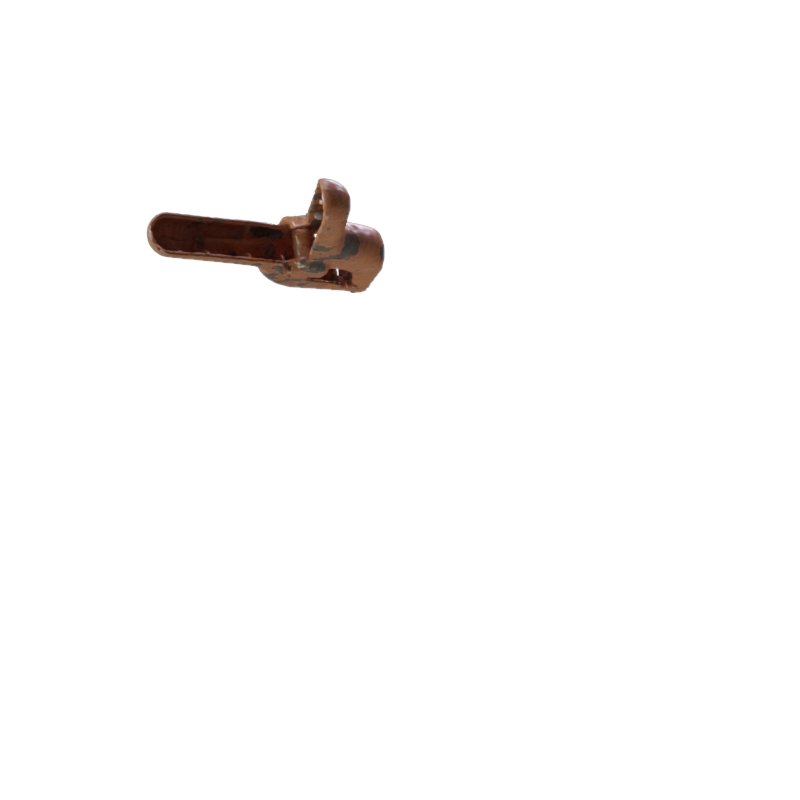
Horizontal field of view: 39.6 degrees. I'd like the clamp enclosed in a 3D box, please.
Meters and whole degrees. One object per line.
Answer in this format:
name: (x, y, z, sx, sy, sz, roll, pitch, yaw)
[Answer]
clamp: (-0.051, -0.093, 0.652, 0.124, 0.040, 0.163, -2, -3, 32)
